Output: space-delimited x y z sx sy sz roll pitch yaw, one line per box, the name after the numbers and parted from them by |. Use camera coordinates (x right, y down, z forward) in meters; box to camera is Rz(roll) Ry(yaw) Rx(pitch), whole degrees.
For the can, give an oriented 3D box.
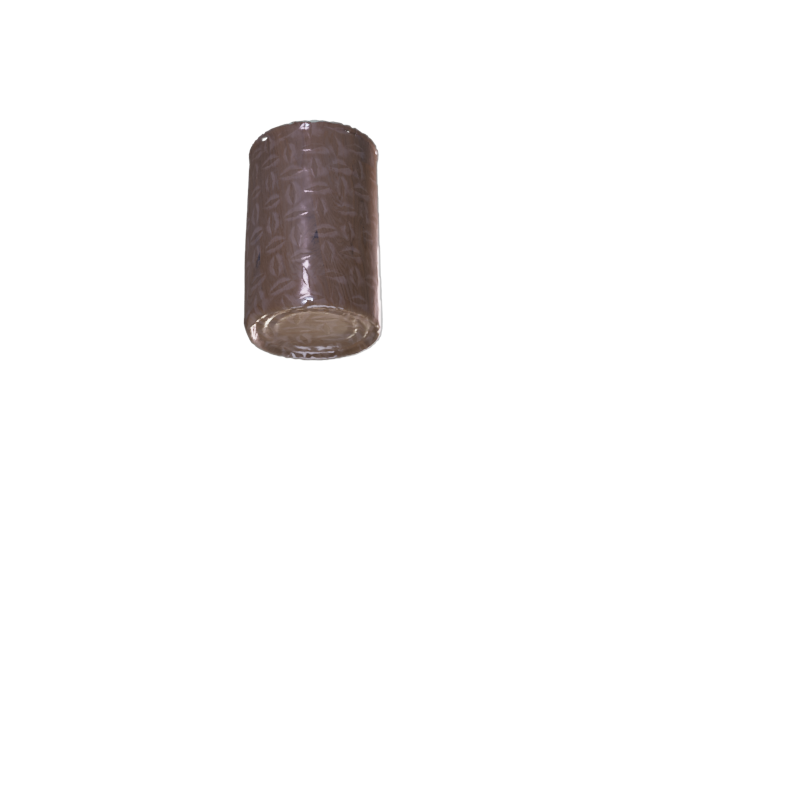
-0.043 -0.079 0.555 0.068 0.108 0.065 0 -26 -2 | can
